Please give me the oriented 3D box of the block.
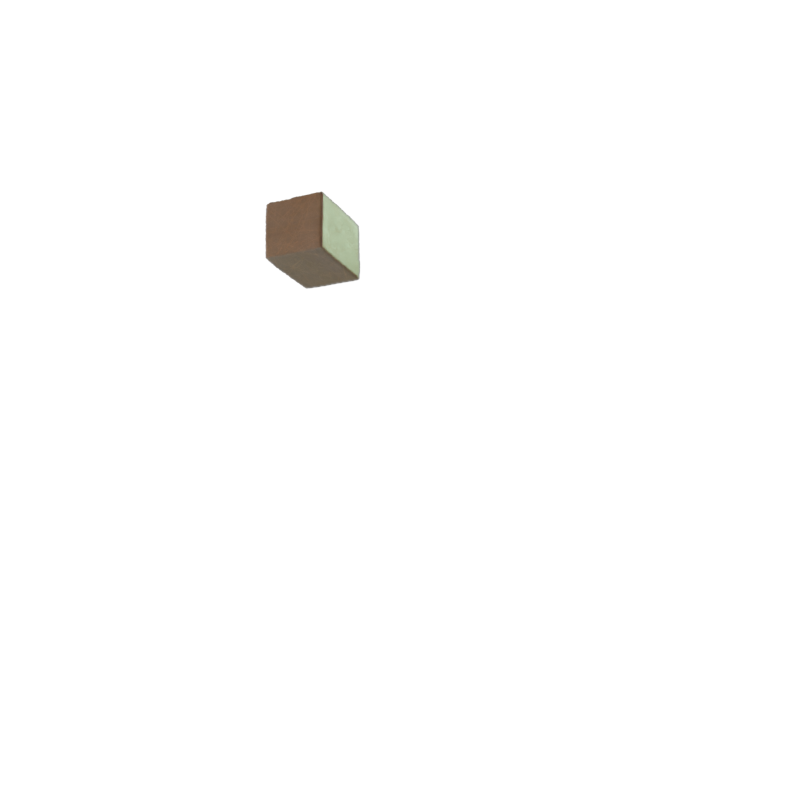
[{"bbox_3d":[-0.072,-0.132,0.924,0.054,0.054,0.073,-9,-20,21],"label":"block"}]
